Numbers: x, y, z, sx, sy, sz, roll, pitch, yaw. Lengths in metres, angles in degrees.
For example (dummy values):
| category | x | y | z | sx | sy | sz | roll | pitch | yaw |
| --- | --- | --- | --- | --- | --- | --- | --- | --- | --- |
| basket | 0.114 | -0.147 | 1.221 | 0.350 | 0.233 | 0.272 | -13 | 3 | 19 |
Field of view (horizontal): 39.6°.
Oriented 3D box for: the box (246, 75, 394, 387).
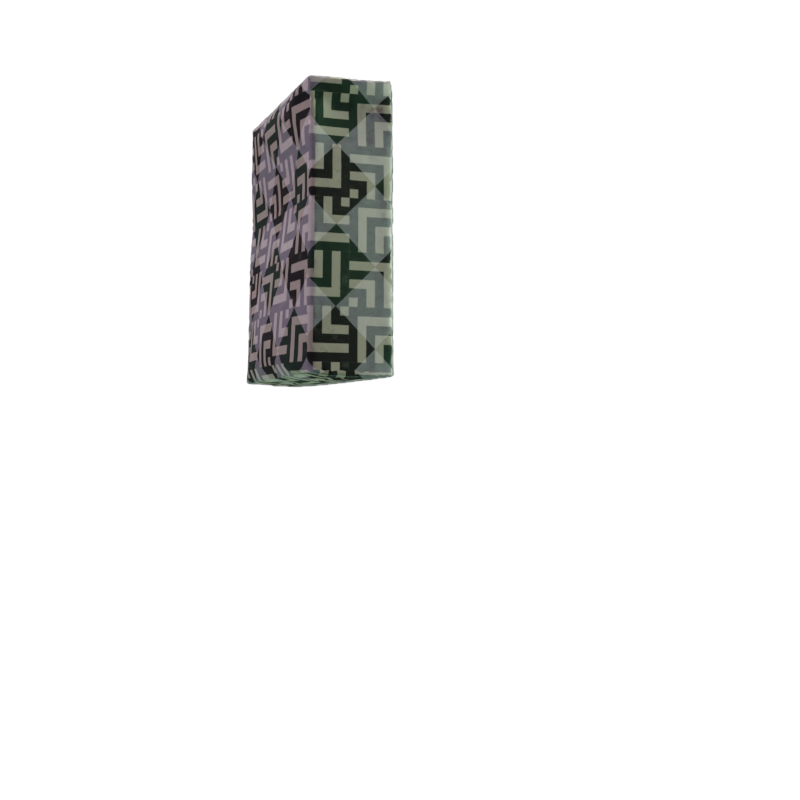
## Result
| category | x | y | z | sx | sy | sz | roll | pitch | yaw |
| --- | --- | --- | --- | --- | --- | --- | --- | --- | --- |
| box | -0.066 | -0.120 | 0.840 | 0.070 | 0.218 | 0.166 | 3 | -7 | -22 |
